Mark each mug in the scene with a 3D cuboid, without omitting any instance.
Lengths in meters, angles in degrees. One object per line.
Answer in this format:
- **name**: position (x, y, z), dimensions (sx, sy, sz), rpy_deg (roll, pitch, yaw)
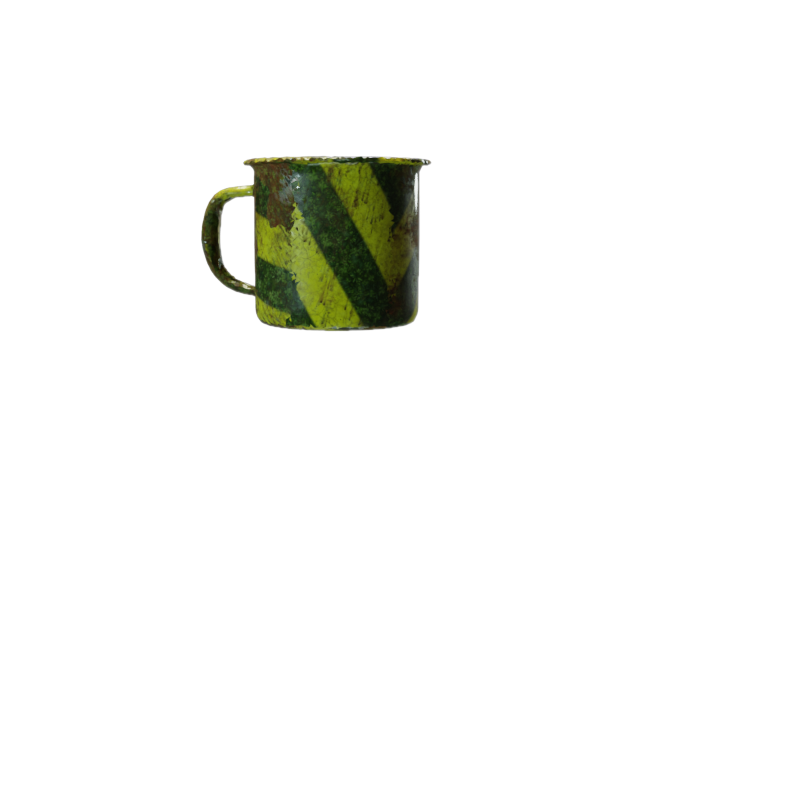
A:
- **mug**: position (-0.043, -0.079, 0.554), dimensions (0.119, 0.081, 0.093), rpy_deg (1, 7, 10)
